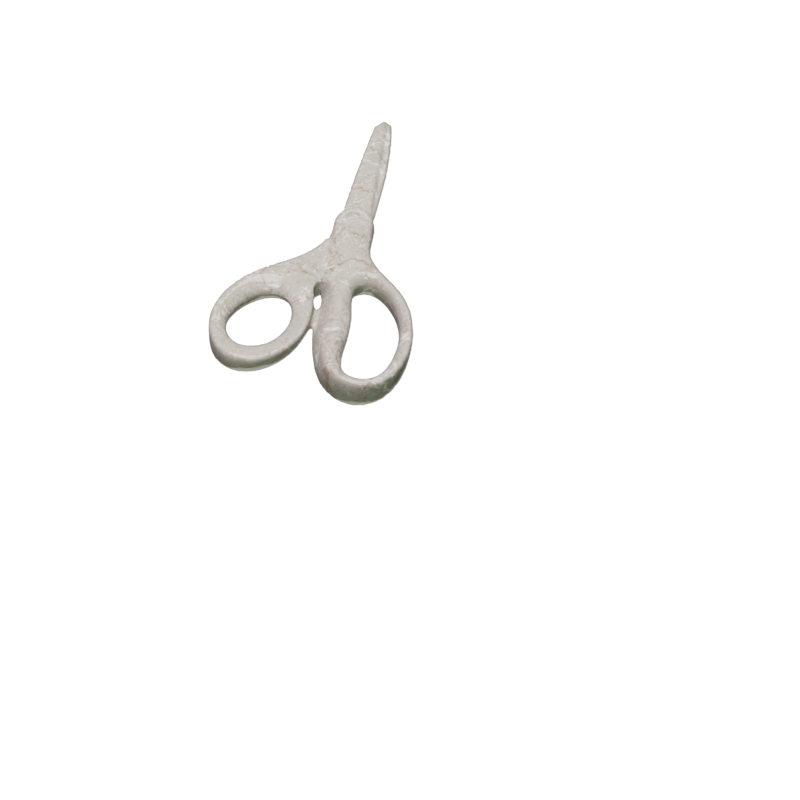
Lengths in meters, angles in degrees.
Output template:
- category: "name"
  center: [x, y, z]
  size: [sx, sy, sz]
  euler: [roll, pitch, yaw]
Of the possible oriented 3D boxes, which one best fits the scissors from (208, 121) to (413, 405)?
- category: "scissors"
  center: [-0.041, -0.075, 0.522]
  size: [0.096, 0.015, 0.217]
  euler: [-4, 43, -4]
